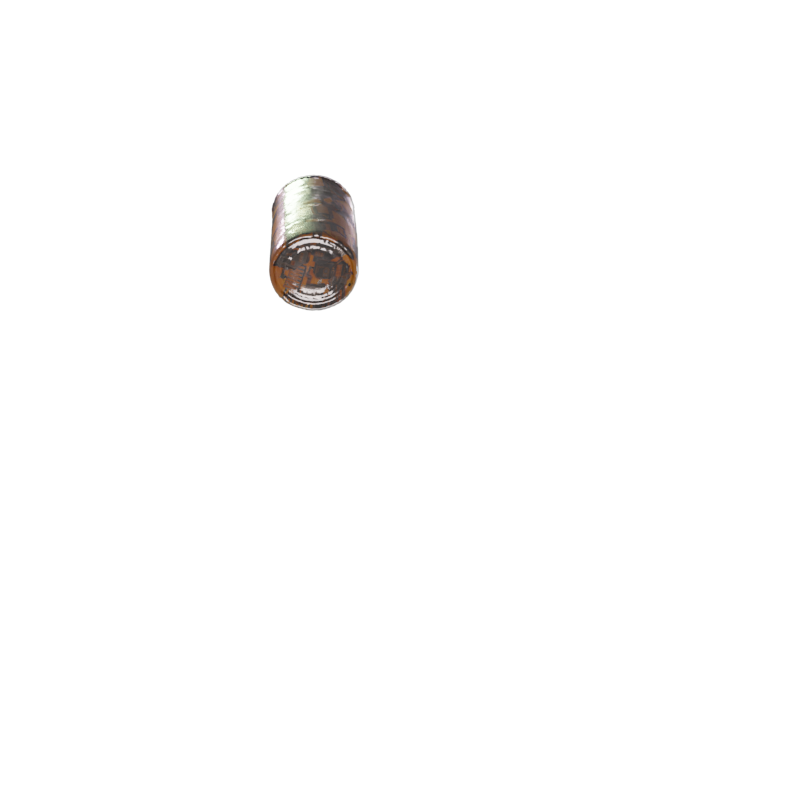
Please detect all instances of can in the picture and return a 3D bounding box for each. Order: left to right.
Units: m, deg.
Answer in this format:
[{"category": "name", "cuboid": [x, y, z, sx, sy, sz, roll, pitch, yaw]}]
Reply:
[{"category": "can", "cuboid": [-0.067, -0.123, 0.861, 0.068, 0.064, 0.109, -1, 33, -3]}]
